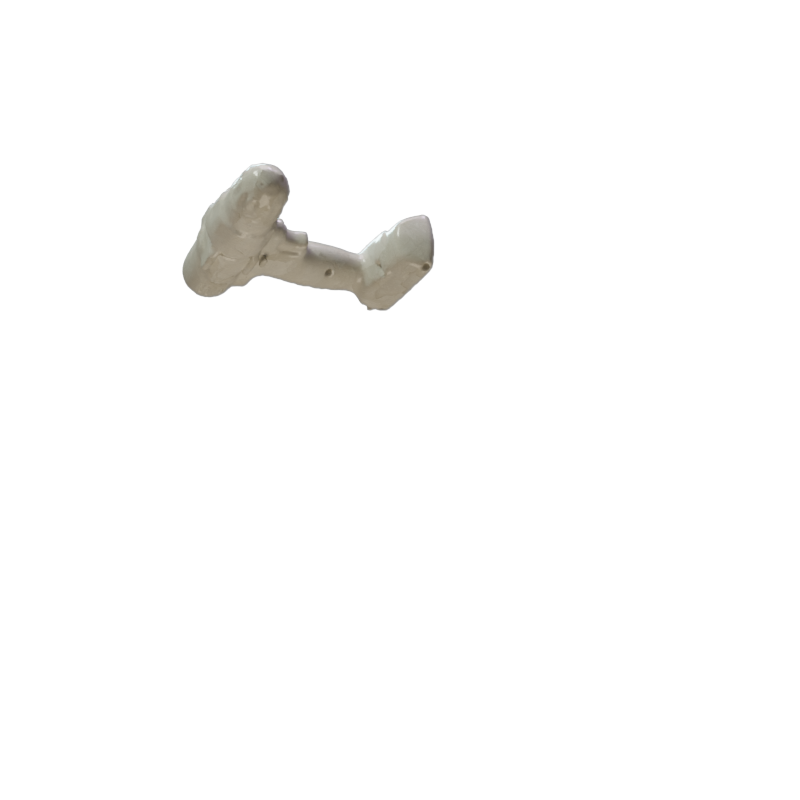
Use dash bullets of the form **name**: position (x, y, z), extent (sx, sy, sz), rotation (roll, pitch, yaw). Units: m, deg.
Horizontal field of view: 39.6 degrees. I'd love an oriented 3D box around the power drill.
- **power drill**: position (-0.071, -0.130, 0.909), extent (0.182, 0.060, 0.181), rotation (8, -21, -22)
